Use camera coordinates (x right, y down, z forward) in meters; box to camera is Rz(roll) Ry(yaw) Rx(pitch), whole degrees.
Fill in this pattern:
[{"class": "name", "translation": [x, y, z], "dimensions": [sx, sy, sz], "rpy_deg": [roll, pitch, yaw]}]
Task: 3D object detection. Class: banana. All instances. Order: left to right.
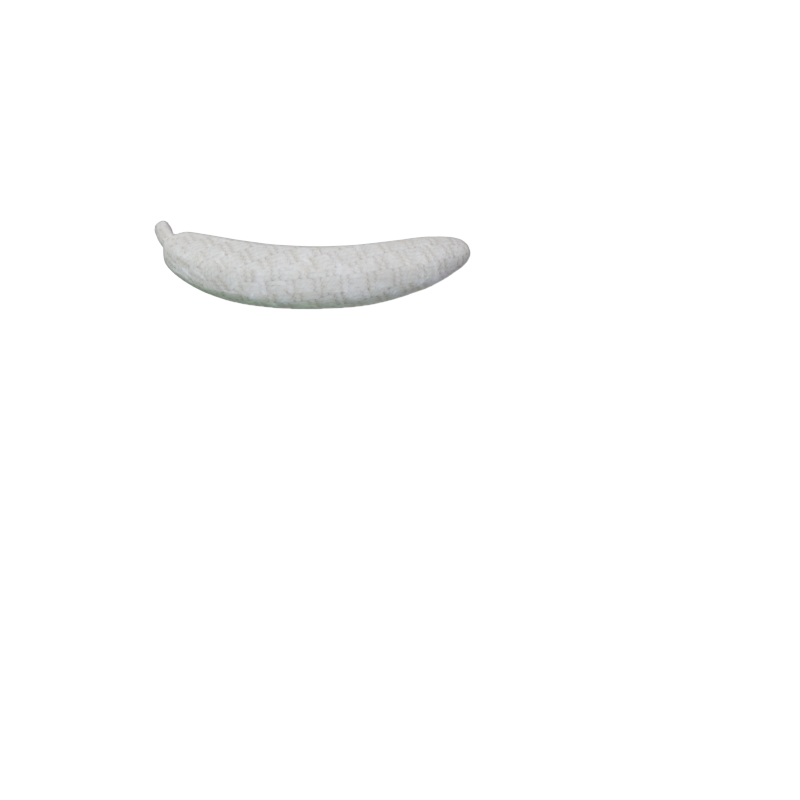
[{"class": "banana", "translation": [-0.058, -0.083, 0.661], "dimensions": [0.199, 0.074, 0.034], "rpy_deg": [6, -44, 6]}]
